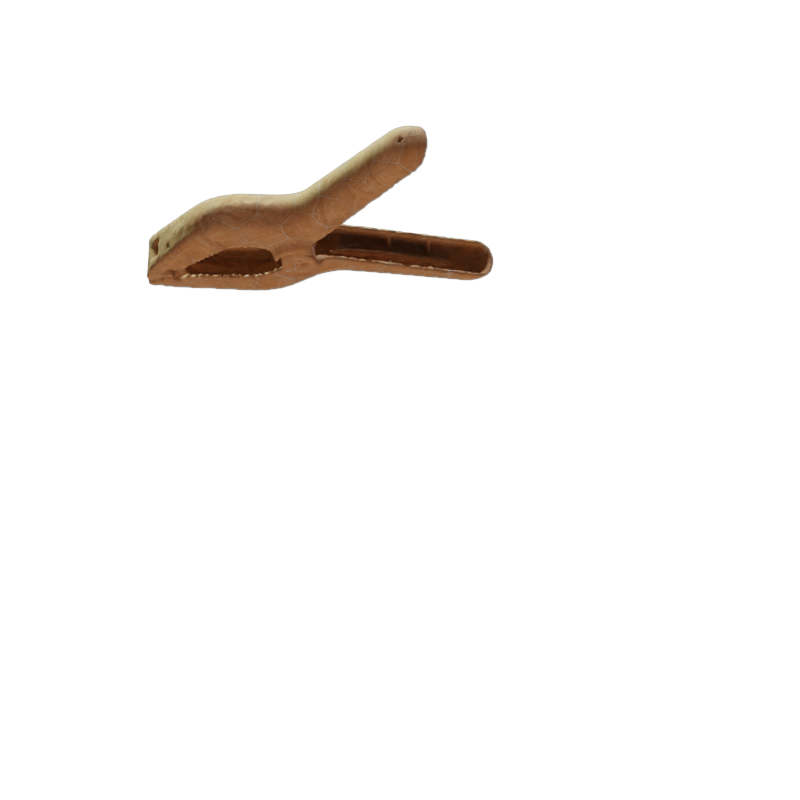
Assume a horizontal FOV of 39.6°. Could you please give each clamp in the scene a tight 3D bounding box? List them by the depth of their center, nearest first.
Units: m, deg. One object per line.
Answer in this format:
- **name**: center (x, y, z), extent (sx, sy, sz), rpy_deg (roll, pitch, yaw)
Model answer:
- **clamp**: center (-0.053, -0.096, 0.671), extent (0.214, 0.038, 0.153), rpy_deg (-10, -23, 24)
